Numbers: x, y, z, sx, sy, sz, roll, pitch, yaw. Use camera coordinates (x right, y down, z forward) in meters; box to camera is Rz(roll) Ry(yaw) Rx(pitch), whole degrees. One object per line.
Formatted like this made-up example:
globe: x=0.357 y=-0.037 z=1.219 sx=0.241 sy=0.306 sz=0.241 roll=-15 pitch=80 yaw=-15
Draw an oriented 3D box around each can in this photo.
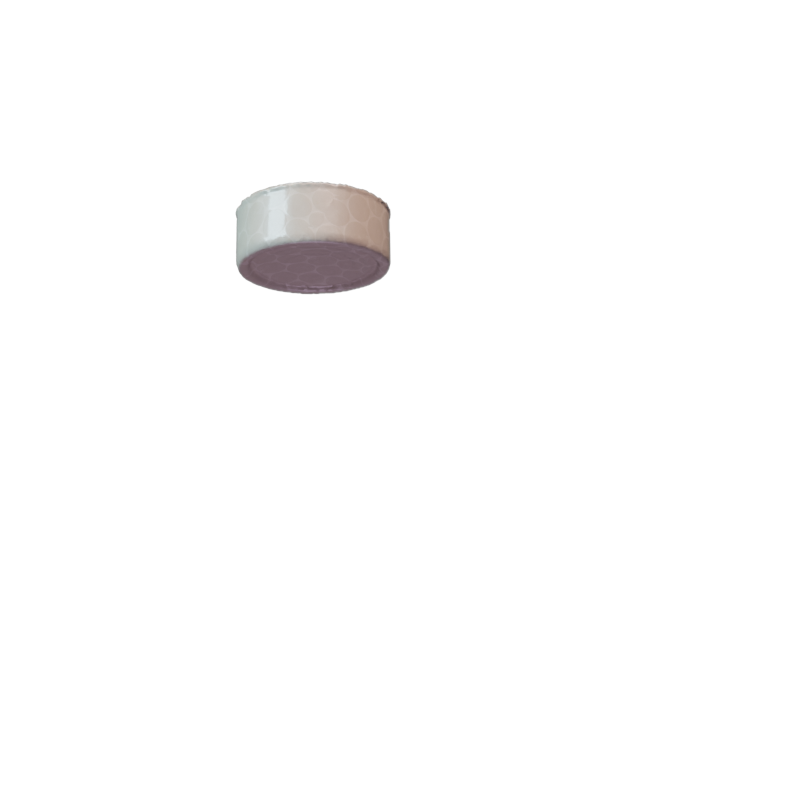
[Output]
can: x=-0.048 y=-0.087 z=0.609 sx=0.086 sy=0.035 sz=0.082 roll=0 pitch=-15 yaw=-2
